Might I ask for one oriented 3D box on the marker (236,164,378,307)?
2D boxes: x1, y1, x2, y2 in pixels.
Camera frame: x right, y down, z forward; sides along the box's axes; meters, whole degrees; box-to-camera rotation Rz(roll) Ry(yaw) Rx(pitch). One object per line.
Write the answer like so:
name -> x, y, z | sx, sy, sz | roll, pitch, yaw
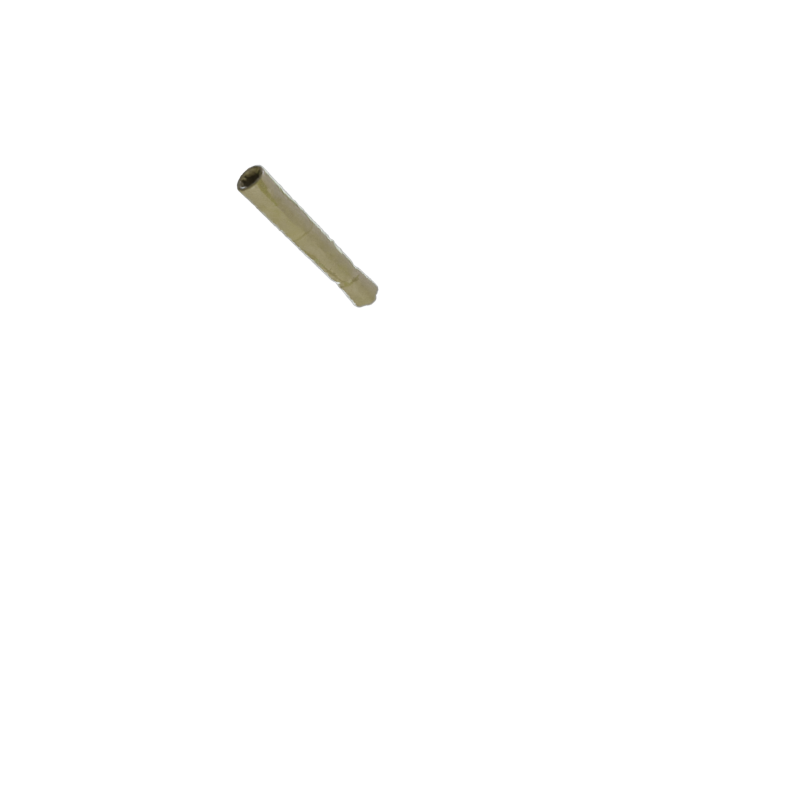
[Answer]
marker -> -0.050, -0.091, 0.640 | 0.021, 0.020, 0.112 | 3, -31, 44
